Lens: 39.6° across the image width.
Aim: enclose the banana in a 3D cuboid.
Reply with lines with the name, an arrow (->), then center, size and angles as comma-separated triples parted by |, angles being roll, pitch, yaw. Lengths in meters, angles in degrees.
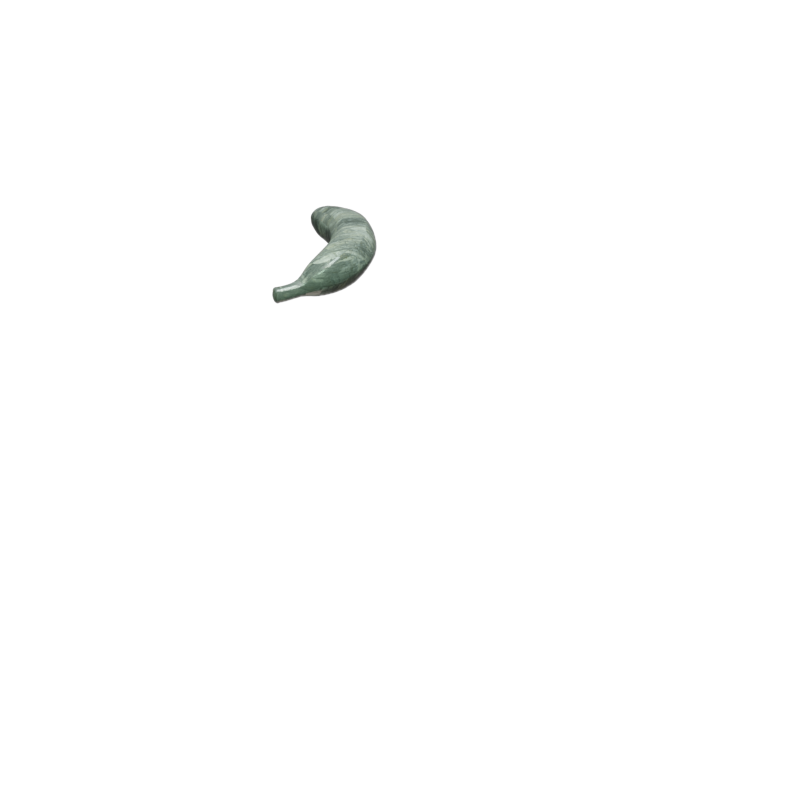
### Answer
banana -> -0.053, -0.127, 0.901 | 0.070, 0.035, 0.205 | 2, 24, 5
